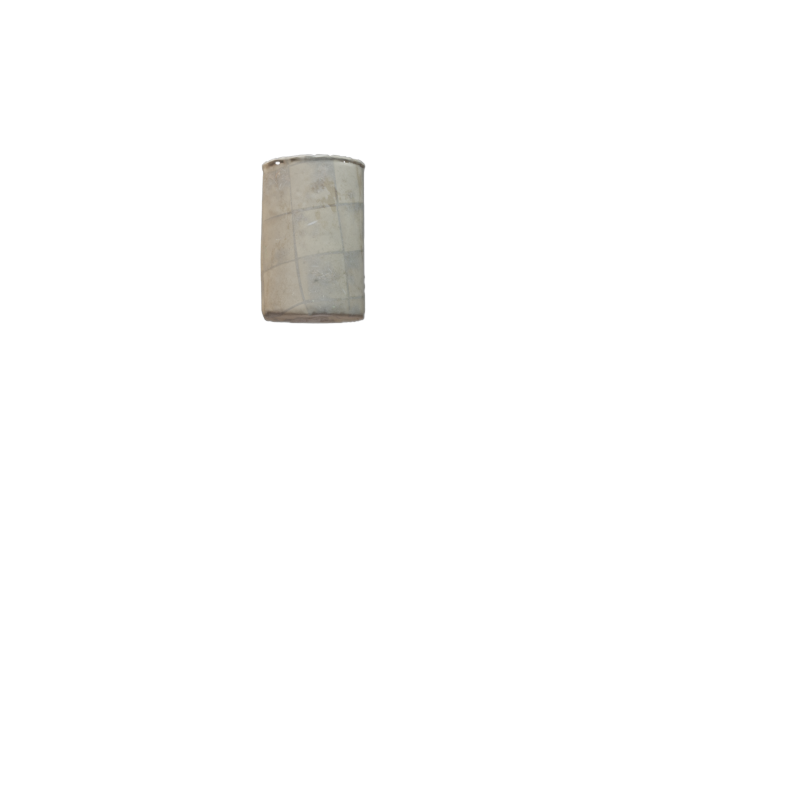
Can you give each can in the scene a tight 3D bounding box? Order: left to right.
[{"bbox_3d":[-0.056,-0.103,0.721,0.068,0.104,0.068,0,-6,-2],"label":"can"}]
